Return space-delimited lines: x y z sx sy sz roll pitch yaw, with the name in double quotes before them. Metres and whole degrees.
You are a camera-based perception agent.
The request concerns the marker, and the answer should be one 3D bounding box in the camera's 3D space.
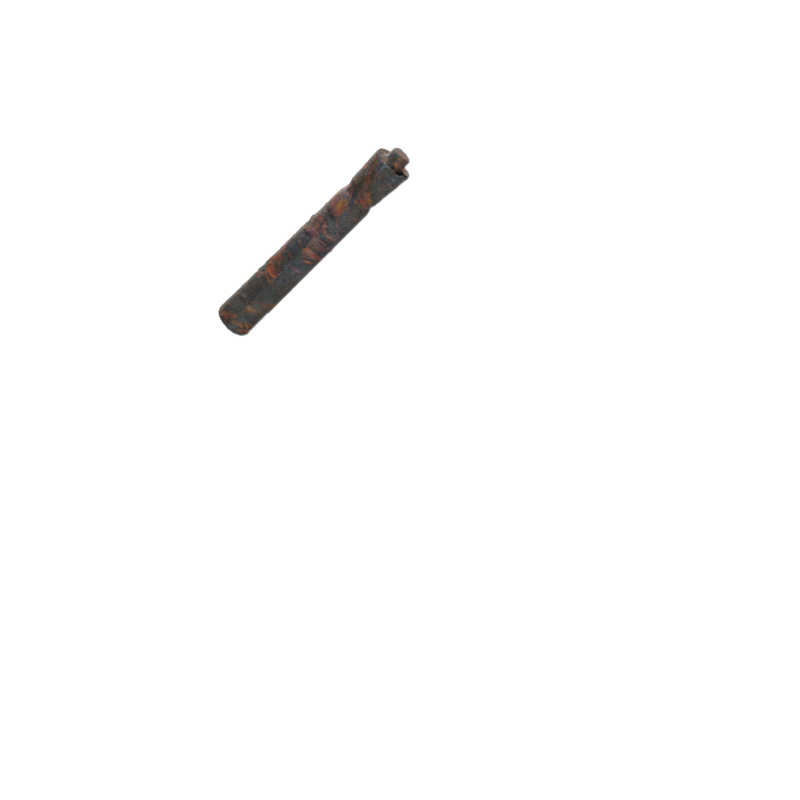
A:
"marker" -0.040 -0.073 0.512 0.119 0.021 0.019 -41 -17 25
